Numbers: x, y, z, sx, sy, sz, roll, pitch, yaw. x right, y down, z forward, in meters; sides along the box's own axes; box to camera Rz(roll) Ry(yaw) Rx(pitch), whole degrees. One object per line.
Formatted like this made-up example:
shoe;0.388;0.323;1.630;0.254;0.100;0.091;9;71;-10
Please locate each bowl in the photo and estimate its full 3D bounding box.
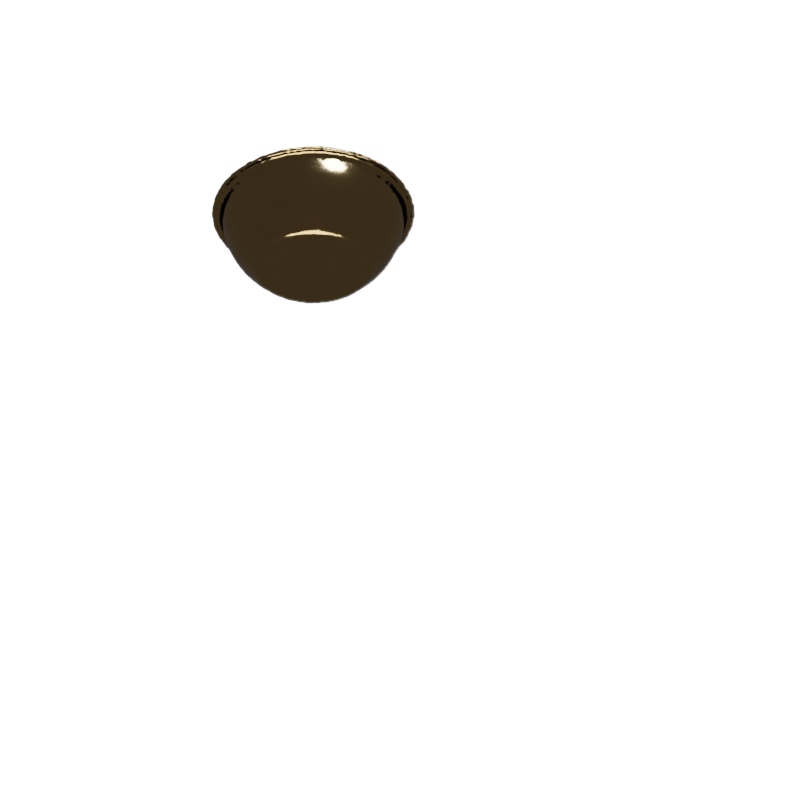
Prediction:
bowl;-0.068;-0.124;0.870;0.162;0.059;0.152;1;-34;-2
